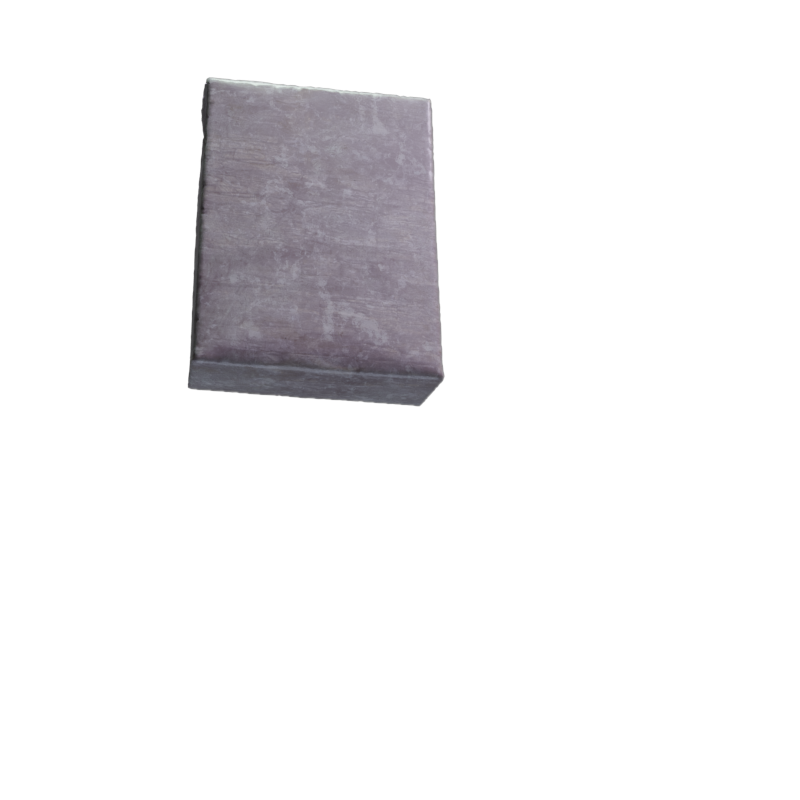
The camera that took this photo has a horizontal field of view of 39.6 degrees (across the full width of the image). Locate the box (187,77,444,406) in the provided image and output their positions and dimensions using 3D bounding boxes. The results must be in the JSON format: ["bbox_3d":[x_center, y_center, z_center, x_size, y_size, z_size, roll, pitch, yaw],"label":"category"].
[{"bbox_3d":[-0.060,-0.109,0.767,0.162,0.226,0.069,3,-25,-10],"label":"box"}]
